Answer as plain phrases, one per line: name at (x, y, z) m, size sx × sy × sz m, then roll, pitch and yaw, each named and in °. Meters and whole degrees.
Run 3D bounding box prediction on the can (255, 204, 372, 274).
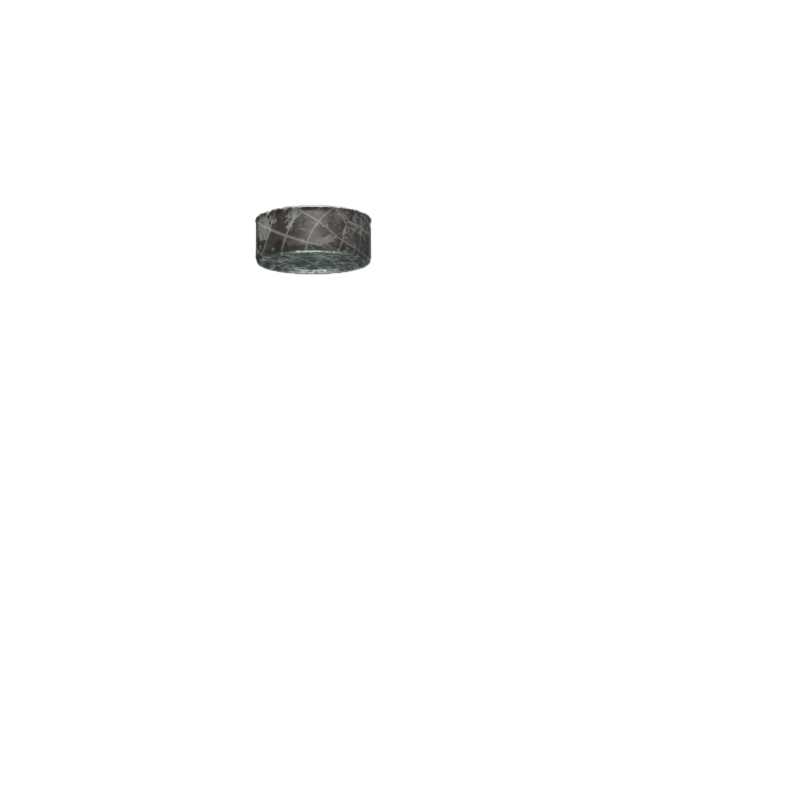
can at (-0.064, -0.116, 0.811) m, size 0.086 × 0.034 × 0.084 m, roll 0°, pitch -6°, yaw -2°
